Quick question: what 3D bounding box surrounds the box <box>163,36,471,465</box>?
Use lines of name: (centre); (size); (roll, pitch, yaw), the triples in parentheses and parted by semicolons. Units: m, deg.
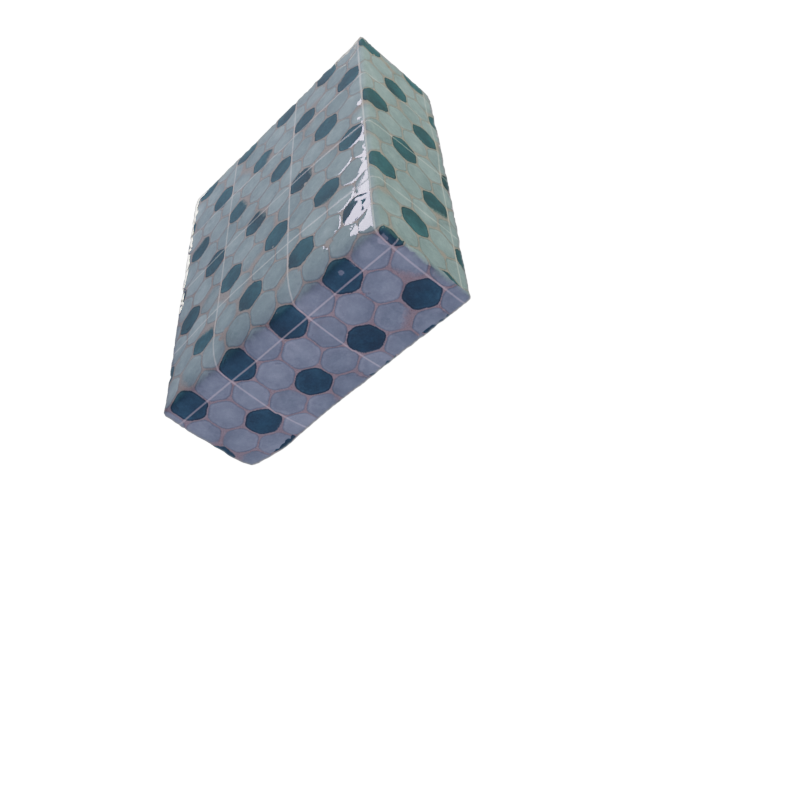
box: (-0.050, -0.091, 0.640); (0.162, 0.229, 0.068); (-39, -58, 25)
